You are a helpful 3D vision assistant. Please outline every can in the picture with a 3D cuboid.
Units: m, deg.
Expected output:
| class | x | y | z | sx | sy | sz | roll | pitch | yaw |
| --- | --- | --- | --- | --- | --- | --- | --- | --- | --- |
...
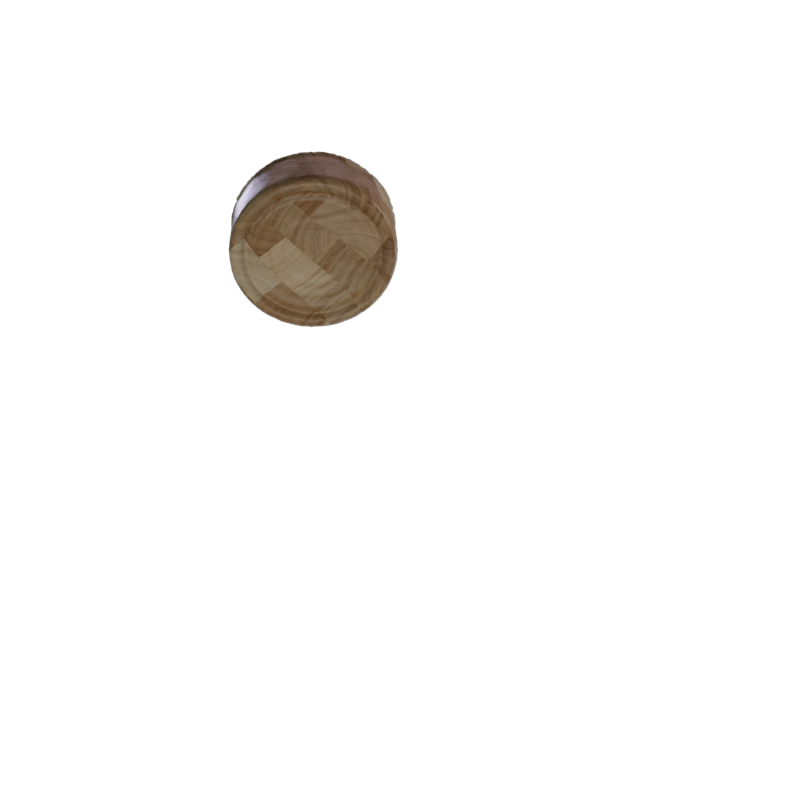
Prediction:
| class | x | y | z | sx | sy | sz | roll | pitch | yaw |
| --- | --- | --- | --- | --- | --- | --- | --- | --- | --- |
| can | -0.044 | -0.080 | 0.563 | 0.086 | 0.081 | 0.036 | 1 | 30 | -1 |
